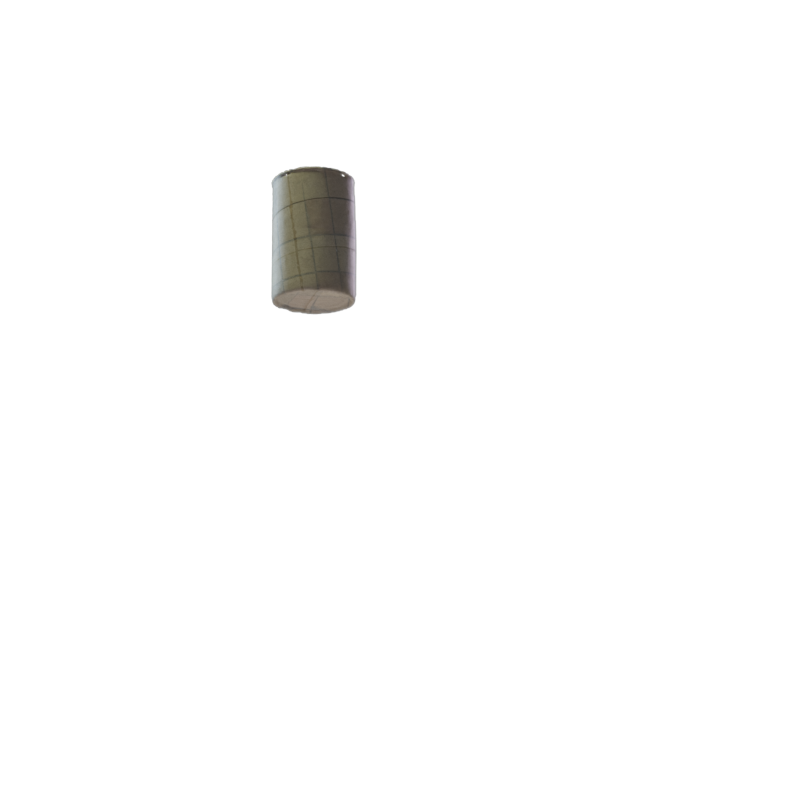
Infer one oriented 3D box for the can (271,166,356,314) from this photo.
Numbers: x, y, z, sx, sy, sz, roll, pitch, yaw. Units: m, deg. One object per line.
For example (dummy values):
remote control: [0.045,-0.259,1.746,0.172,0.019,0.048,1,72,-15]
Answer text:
can: [-0.069,-0.126,0.883,0.068,0.107,0.066,0,-17,-2]
